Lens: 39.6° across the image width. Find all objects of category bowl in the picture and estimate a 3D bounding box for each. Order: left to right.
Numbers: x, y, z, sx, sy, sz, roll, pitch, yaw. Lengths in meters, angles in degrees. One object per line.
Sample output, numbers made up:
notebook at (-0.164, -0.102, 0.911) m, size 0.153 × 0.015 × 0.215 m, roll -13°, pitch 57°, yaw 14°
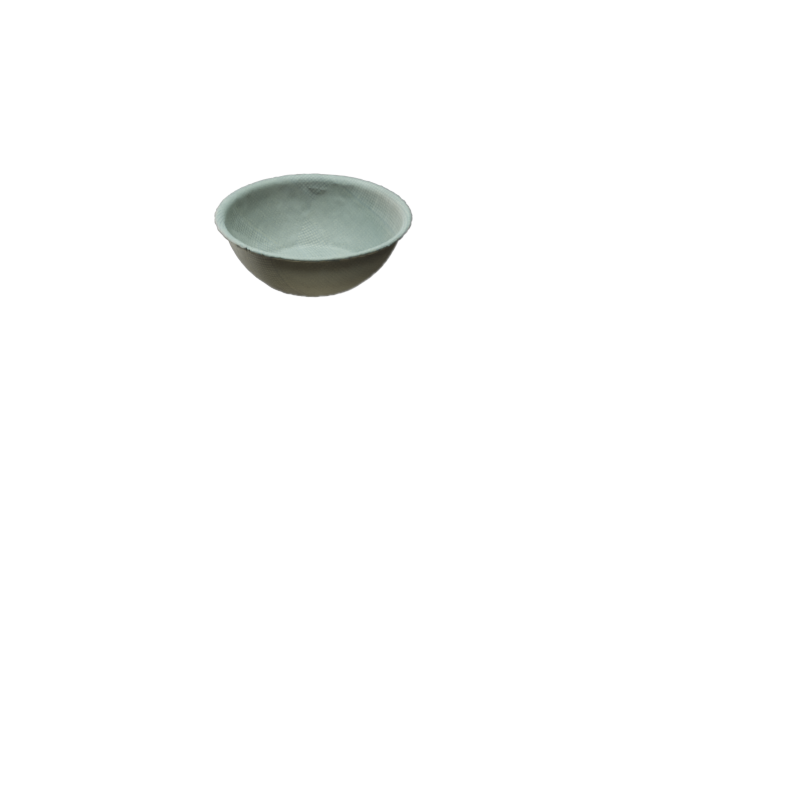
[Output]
bowl at (-0.072, -0.131, 0.915) m, size 0.162 × 0.052 × 0.172 m, roll -1°, pitch 32°, yaw -2°
